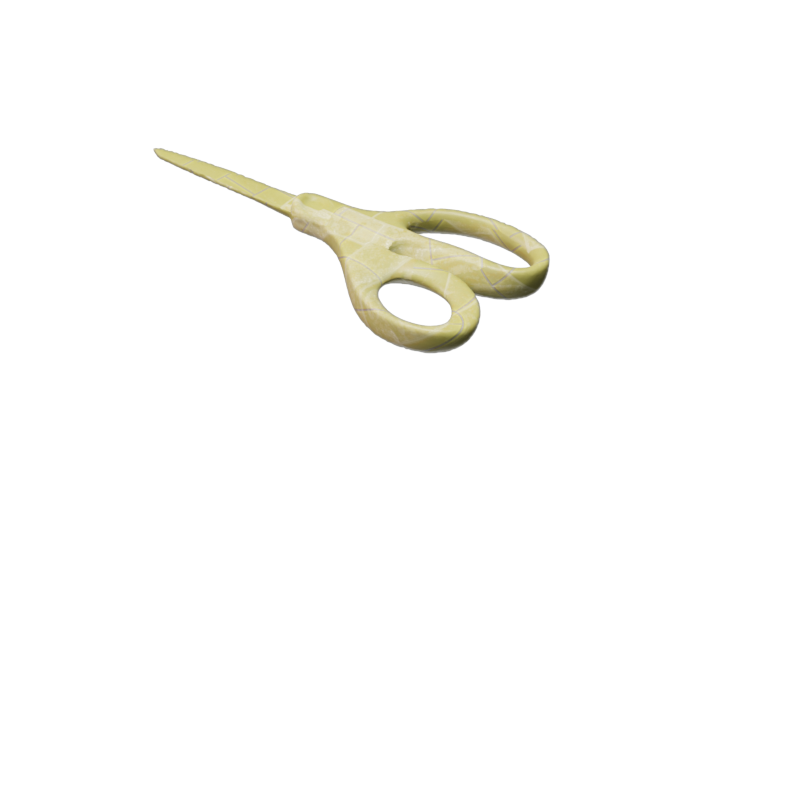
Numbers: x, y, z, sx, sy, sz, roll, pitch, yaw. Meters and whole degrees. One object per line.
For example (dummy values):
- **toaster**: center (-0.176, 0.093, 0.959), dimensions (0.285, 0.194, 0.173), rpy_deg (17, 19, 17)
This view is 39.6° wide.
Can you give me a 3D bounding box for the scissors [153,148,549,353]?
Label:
- **scissors**: center (-0.038, -0.070, 0.488), dimensions (0.207, 0.015, 0.100), rpy_deg (14, 42, 15)
